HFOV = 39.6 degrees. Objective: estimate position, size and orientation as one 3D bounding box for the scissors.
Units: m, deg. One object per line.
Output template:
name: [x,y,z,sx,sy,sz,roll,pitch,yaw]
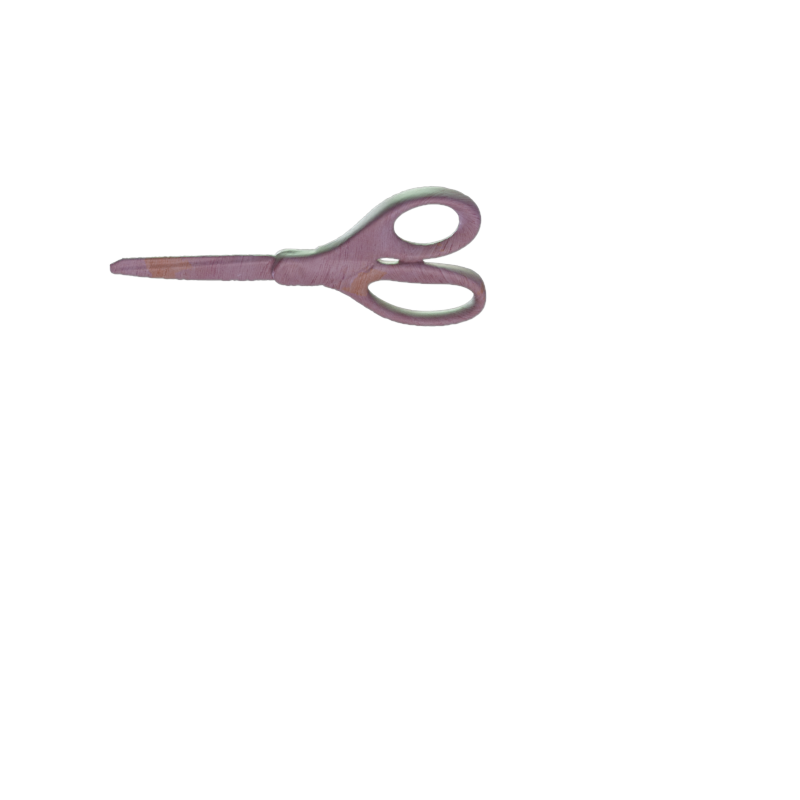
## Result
scissors: [-0.046,-0.083,0.583,0.198,0.091,0.017,12,38,-10]
